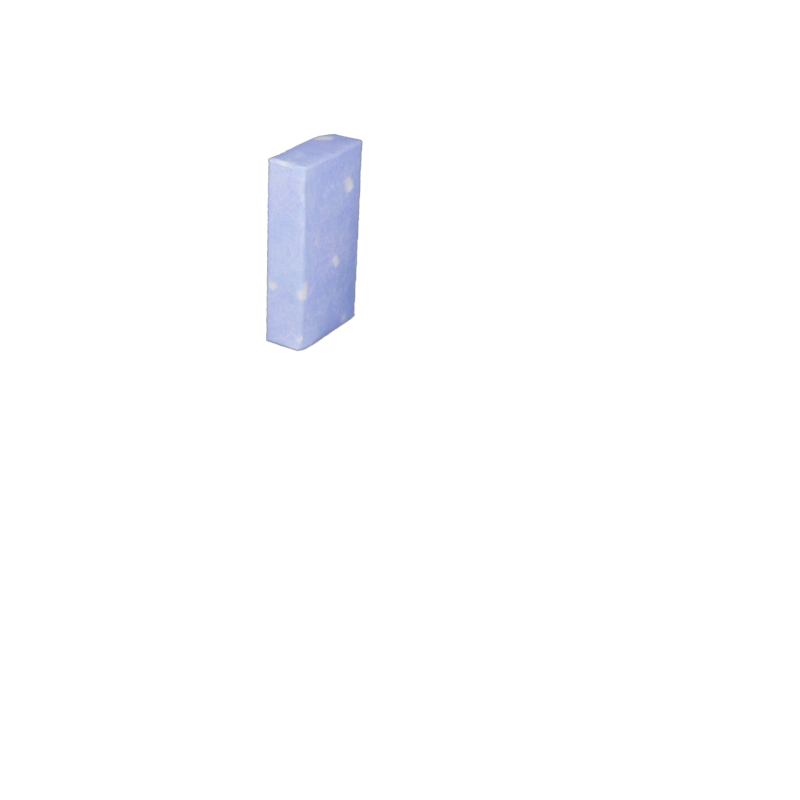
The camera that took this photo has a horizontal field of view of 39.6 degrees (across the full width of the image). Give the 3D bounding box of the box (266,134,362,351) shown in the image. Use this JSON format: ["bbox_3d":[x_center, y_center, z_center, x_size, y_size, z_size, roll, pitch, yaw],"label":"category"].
[{"bbox_3d":[-0.077,-0.141,0.983,0.050,0.167,0.094,15,28,27],"label":"box"}]
